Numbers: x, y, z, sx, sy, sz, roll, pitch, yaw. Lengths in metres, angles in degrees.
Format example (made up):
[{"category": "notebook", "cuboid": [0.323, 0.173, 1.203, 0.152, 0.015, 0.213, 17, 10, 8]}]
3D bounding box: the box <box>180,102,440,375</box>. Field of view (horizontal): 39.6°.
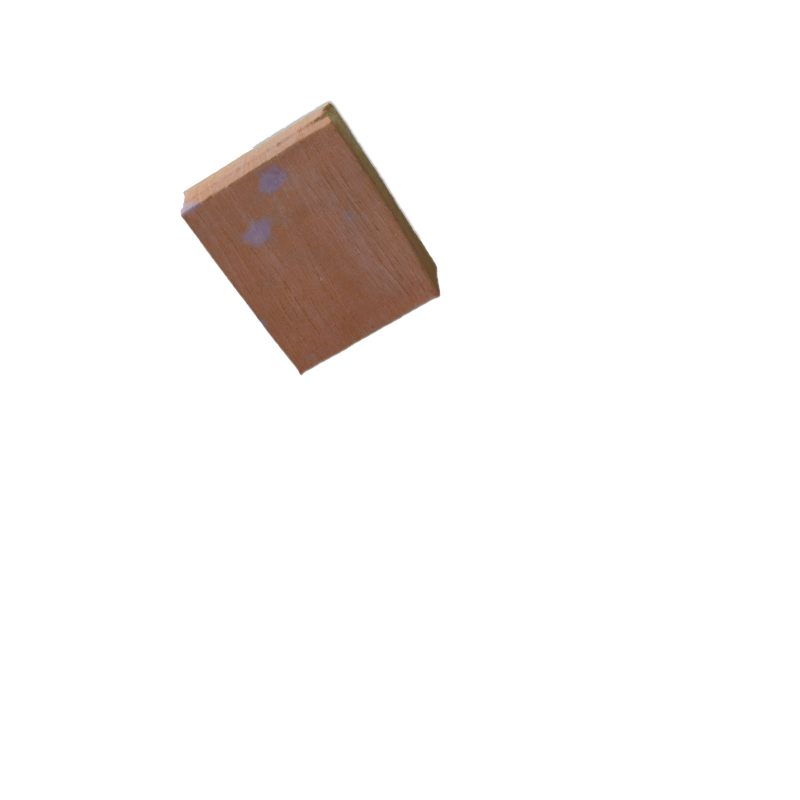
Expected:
[{"category": "box", "cuboid": [-0.044, -0.081, 0.565, 0.090, 0.108, 0.041, -29, 21, 12]}]
